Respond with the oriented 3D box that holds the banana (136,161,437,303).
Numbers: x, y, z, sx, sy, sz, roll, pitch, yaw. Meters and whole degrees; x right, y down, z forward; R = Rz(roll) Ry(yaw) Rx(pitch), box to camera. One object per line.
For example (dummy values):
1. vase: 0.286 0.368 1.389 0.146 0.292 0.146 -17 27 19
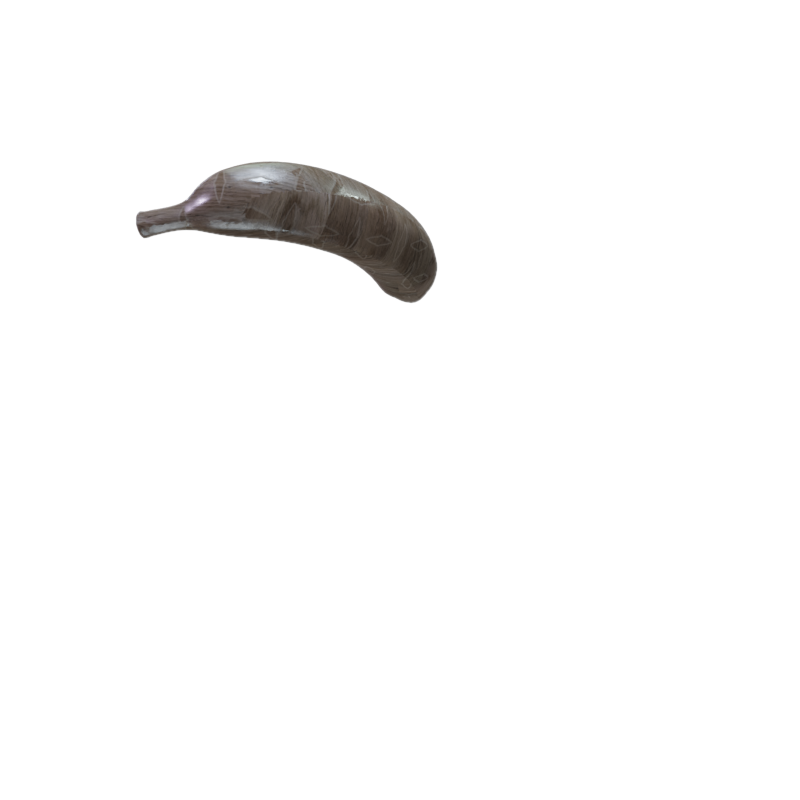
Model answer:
1. banana: -0.032 -0.082 0.543 0.071 0.038 0.187 -11 -15 41
